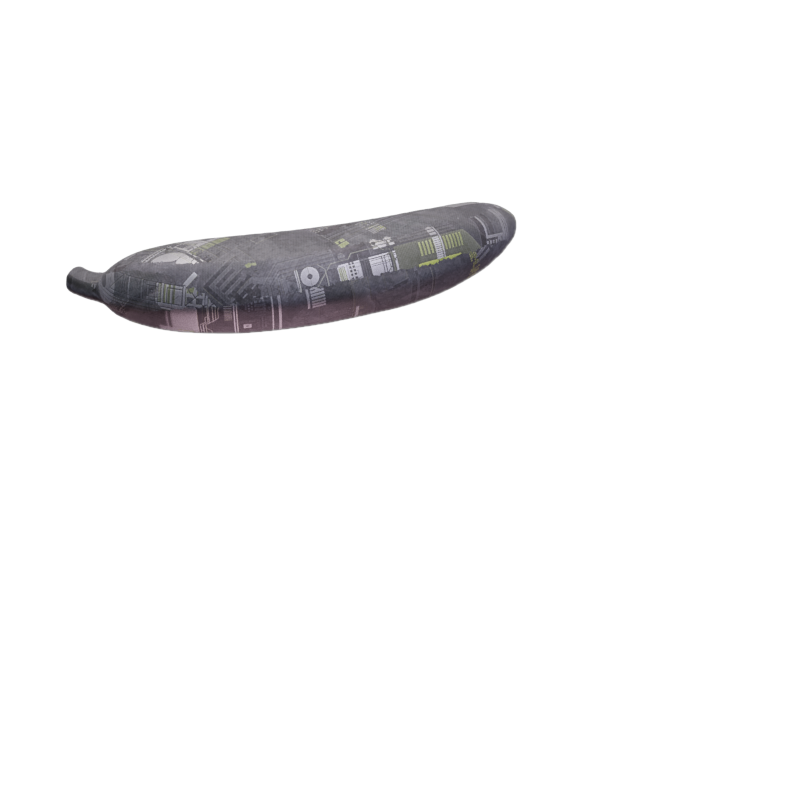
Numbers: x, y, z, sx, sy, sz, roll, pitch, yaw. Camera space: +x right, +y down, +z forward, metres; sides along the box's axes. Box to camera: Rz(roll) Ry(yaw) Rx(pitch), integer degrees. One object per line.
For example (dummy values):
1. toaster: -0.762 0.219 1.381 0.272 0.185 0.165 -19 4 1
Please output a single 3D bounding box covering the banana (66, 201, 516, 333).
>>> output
1. banana: -0.034 -0.057 0.450 0.195 0.035 0.075 -8 30 -14
